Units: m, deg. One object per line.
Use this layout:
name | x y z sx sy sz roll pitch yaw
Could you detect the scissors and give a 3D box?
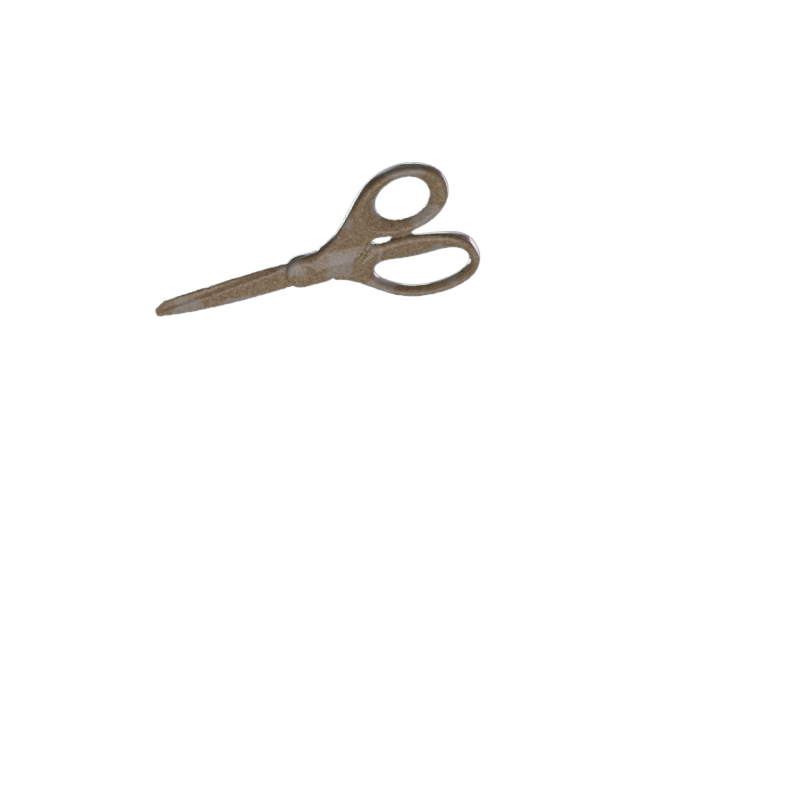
scissors | -0.052 -0.096 0.670 0.202 0.091 0.017 -2 29 1
